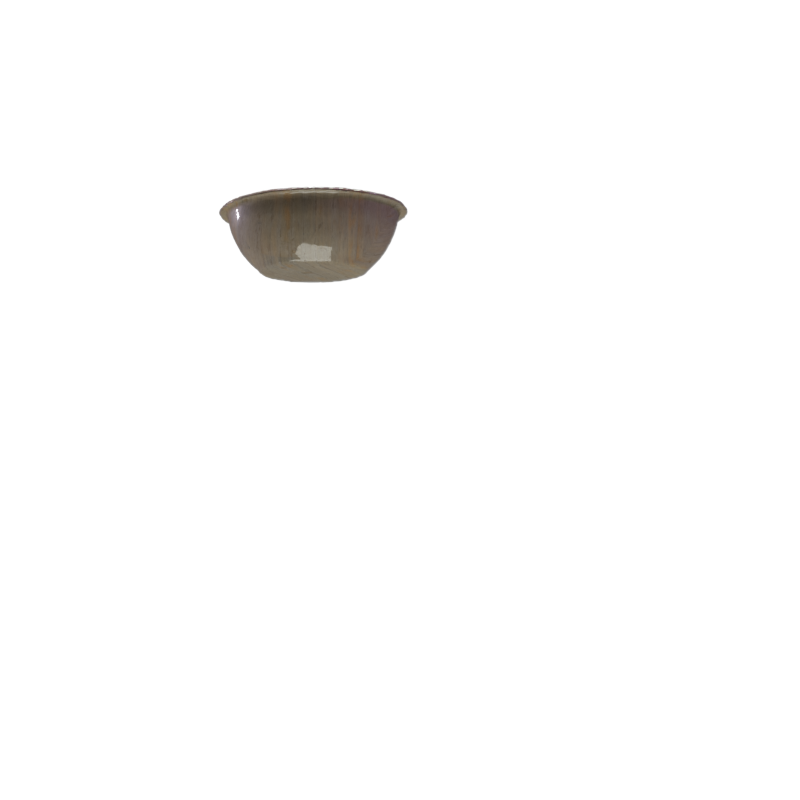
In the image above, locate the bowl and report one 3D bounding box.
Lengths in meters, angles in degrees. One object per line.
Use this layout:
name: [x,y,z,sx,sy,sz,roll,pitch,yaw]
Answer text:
bowl: [-0.074,-0.136,0.950,0.162,0.056,0.159,0,-6,-2]
